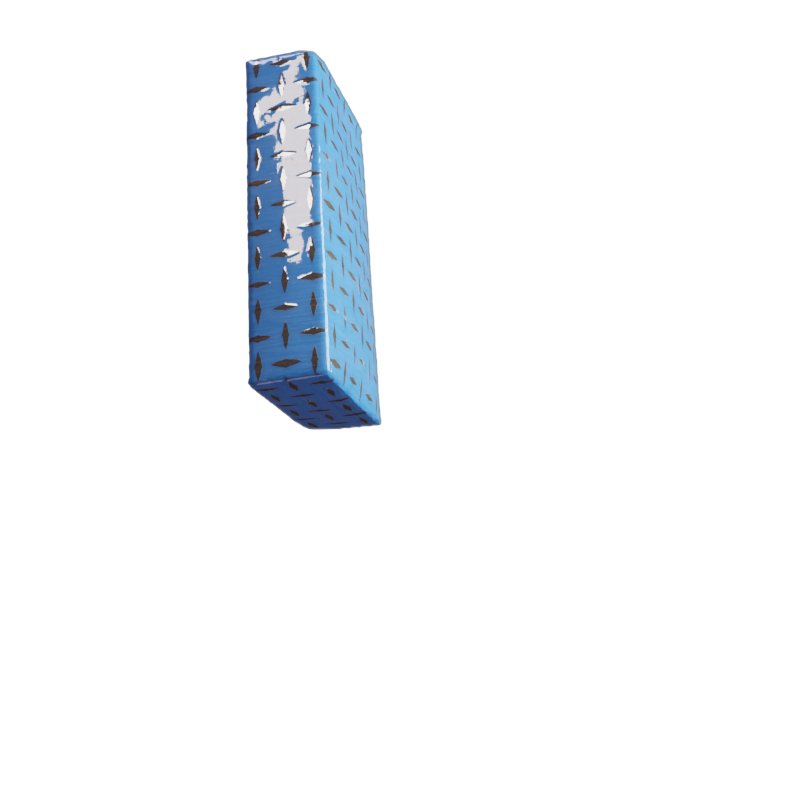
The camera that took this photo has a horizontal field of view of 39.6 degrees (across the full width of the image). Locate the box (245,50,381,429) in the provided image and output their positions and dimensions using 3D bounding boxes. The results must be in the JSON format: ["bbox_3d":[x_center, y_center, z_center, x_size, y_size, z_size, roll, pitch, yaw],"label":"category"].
[{"bbox_3d":[-0.044,-0.081,0.567,0.049,0.186,0.087,-7,-22,13],"label":"box"}]
